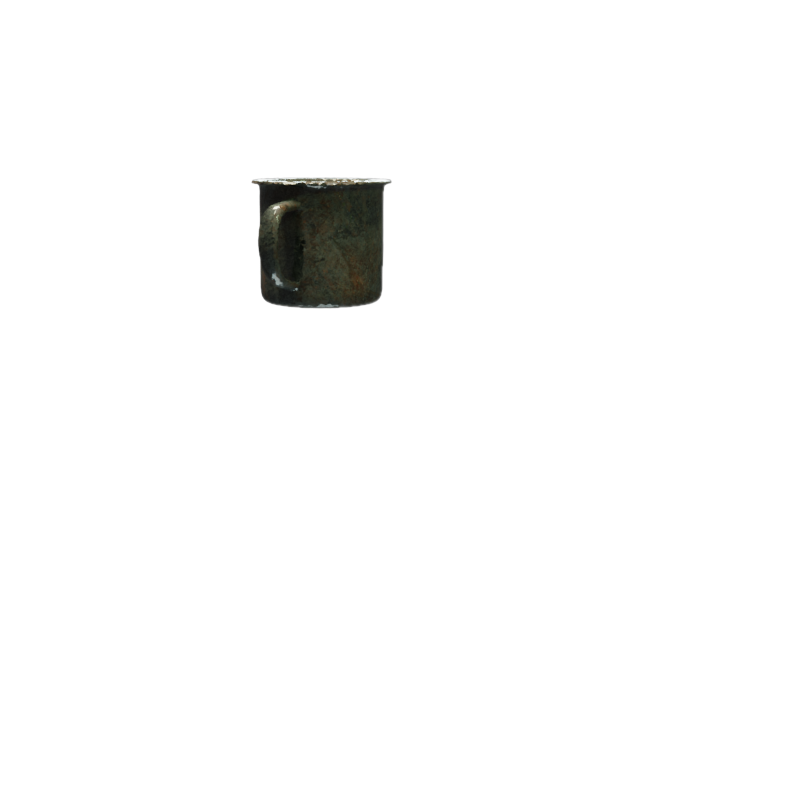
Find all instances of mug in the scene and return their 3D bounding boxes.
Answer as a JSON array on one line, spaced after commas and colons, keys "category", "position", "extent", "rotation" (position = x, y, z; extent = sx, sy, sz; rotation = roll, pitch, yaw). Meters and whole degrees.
[{"category": "mug", "position": [-0.057, -0.104, 0.727], "extent": [0.096, 0.080, 0.116], "rotation": [5, 11, 24]}]
